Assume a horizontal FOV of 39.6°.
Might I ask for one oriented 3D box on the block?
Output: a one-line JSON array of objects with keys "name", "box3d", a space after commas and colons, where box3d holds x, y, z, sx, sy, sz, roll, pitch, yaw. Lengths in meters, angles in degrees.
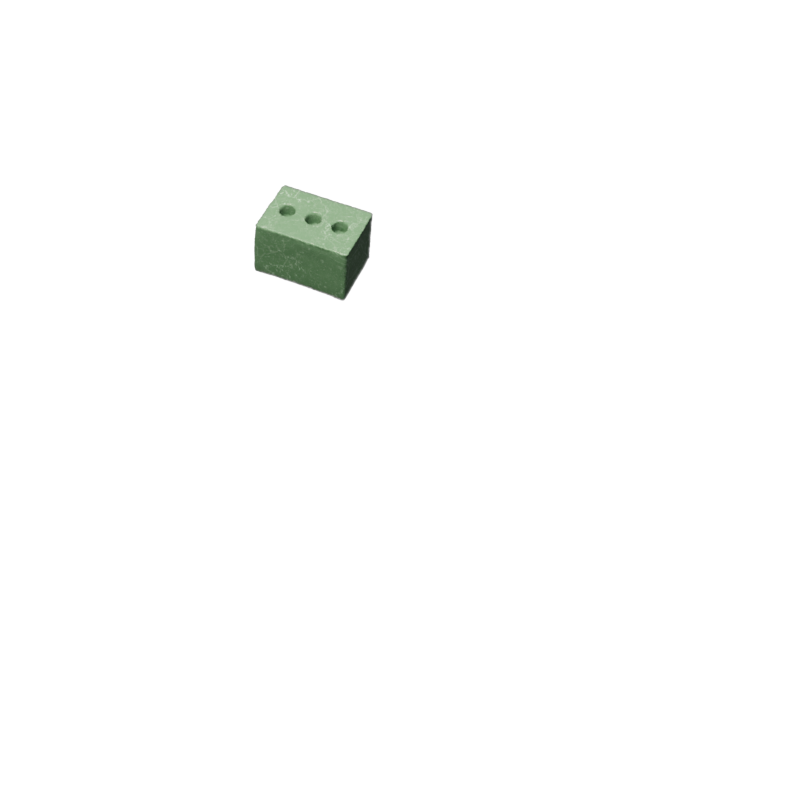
[{"name": "block", "box3d": [-0.067, -0.122, 0.852, 0.080, 0.055, 0.048, 19, -39, 15]}]
